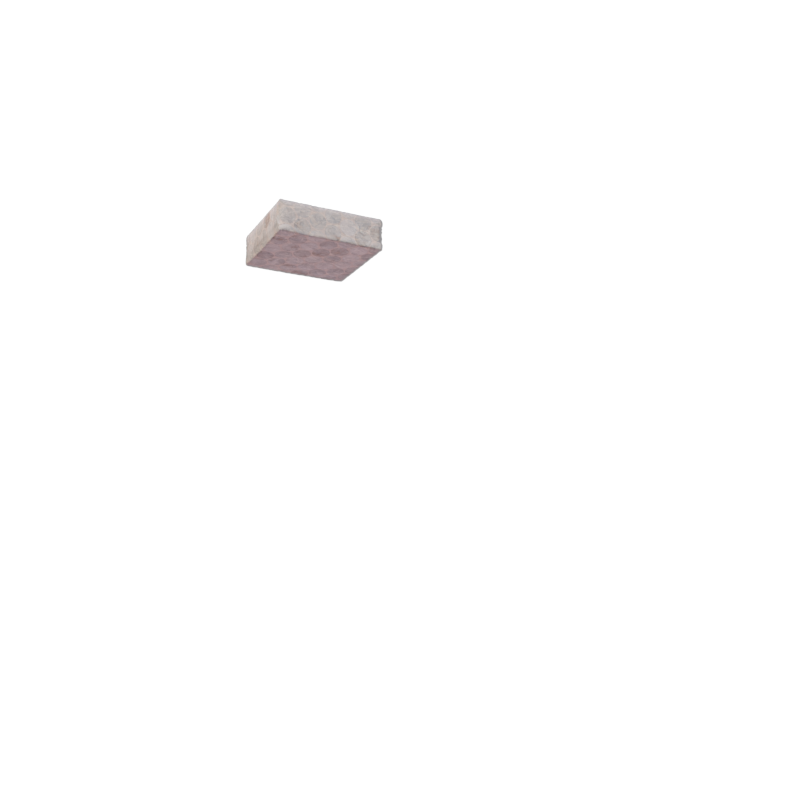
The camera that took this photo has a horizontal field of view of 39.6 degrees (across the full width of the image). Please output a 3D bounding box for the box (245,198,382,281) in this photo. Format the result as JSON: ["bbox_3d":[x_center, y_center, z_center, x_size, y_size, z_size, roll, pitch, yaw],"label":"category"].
[{"bbox_3d":[-0.068,-0.125,0.875,0.086,0.032,0.072,8,-20,-24],"label":"box"}]
